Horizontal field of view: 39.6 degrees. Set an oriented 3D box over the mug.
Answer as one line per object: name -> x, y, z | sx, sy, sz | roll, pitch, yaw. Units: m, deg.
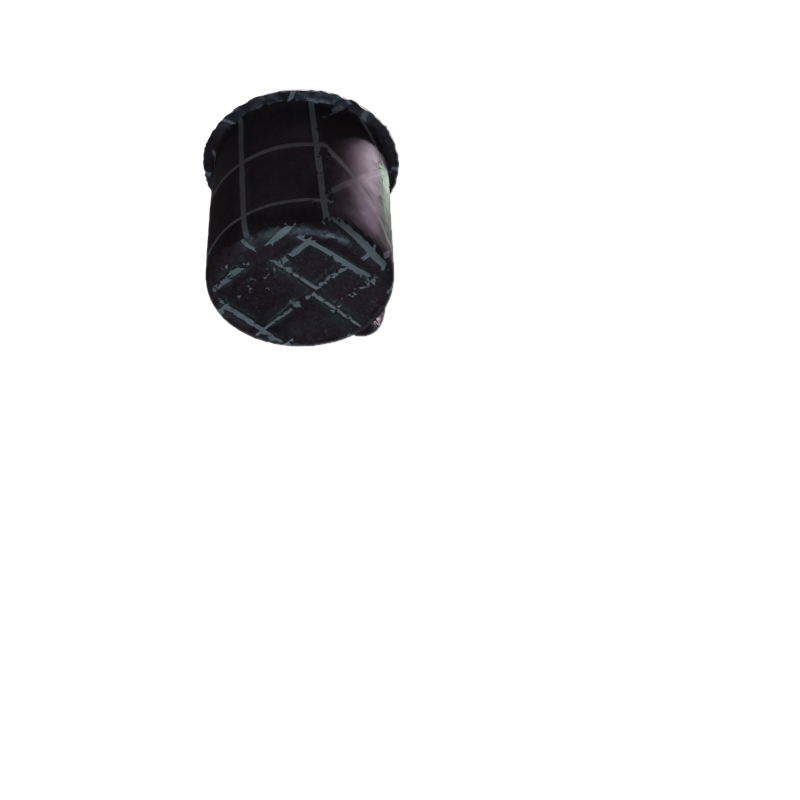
mug -> -0.040, -0.072, 0.507 | 0.094, 0.087, 0.108 | -19, -43, 19
